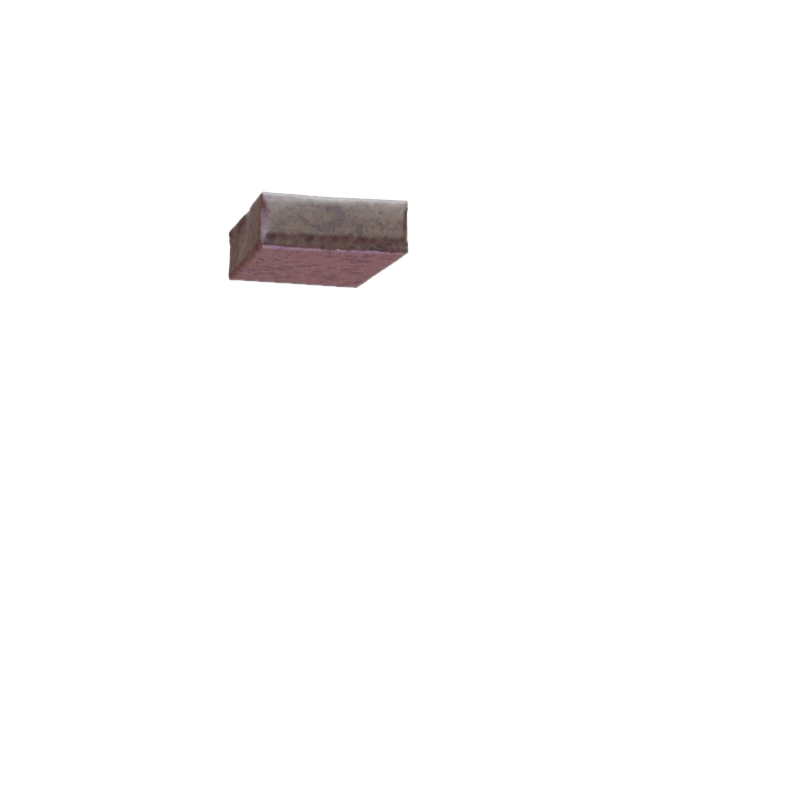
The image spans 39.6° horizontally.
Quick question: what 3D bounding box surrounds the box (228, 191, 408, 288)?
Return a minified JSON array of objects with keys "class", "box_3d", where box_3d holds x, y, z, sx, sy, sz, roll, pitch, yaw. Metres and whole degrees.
[{"class":"box","box_3d":[-0.044,-0.080,0.563,0.071,0.031,0.089,2,-6,-17]}]
